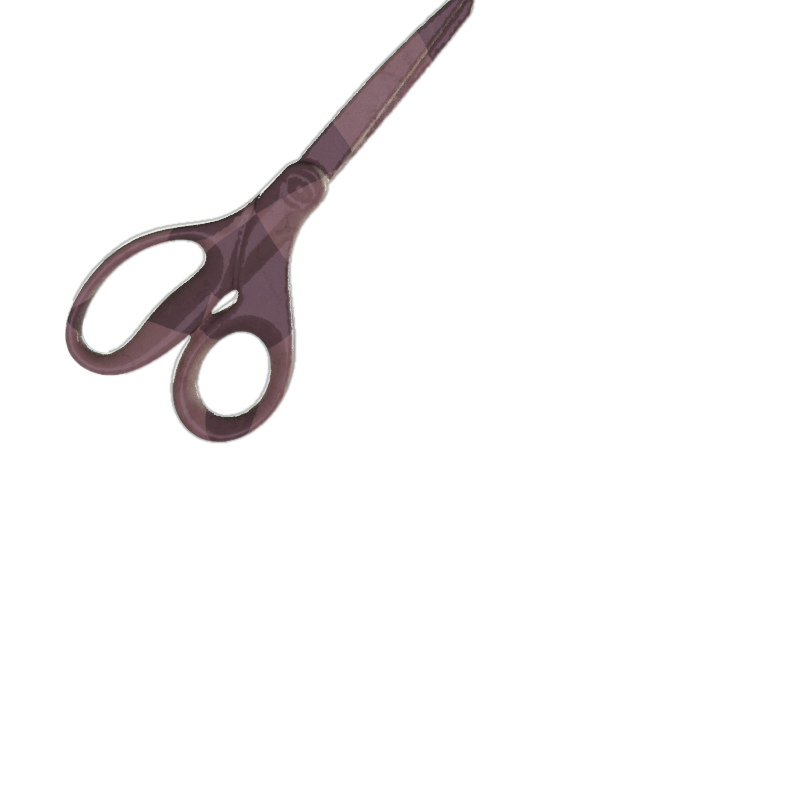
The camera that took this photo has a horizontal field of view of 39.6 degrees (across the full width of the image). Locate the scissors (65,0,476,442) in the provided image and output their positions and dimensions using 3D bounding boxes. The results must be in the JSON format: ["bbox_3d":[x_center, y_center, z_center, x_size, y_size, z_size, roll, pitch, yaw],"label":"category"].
[{"bbox_3d":[-0.033,-0.060,0.419,0.201,0.094,0.016,-33,7,4],"label":"scissors"}]
